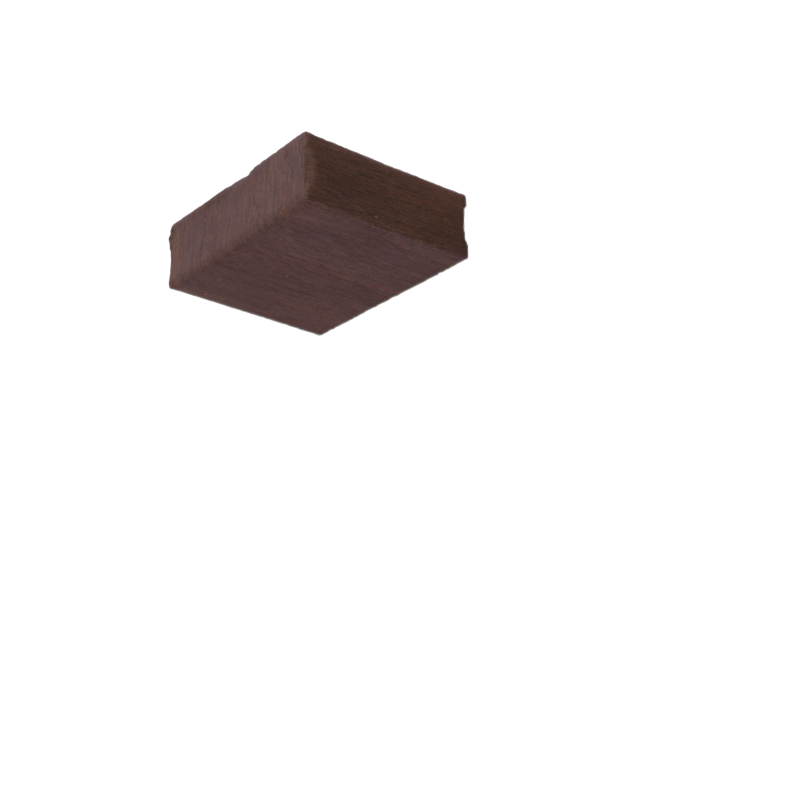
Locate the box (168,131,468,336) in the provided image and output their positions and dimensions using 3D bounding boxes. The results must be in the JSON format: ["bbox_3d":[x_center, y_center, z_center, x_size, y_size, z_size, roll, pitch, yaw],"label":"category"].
[{"bbox_3d":[-0.032,-0.058,0.405,0.069,0.032,0.089,16,-26,-37],"label":"box"}]
